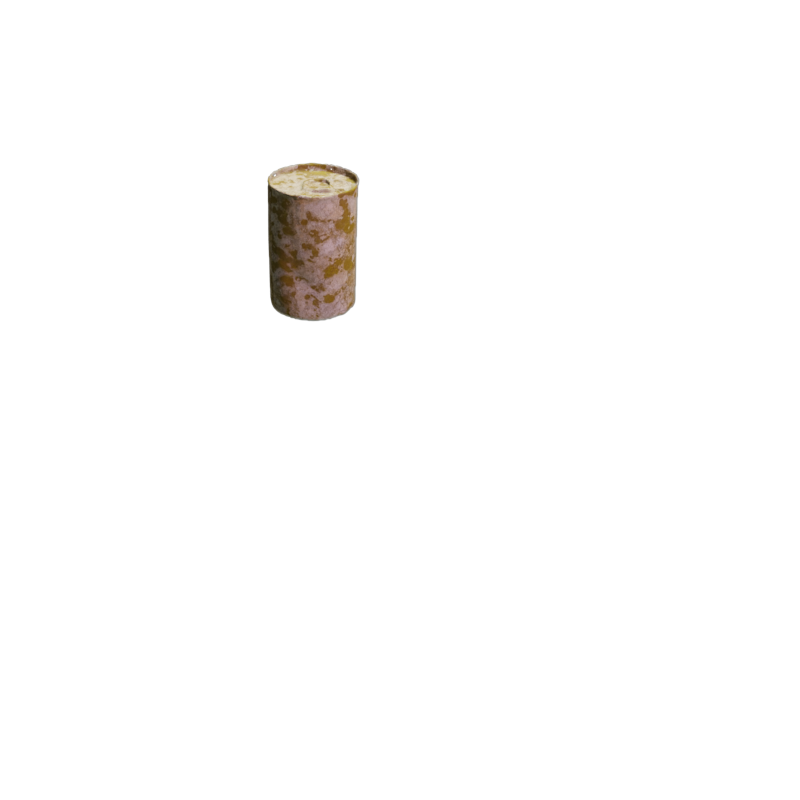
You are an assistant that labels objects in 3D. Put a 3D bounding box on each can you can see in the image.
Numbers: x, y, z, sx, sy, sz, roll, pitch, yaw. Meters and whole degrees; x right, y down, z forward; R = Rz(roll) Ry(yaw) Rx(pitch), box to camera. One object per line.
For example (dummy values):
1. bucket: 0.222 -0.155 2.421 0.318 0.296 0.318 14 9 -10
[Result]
1. can: -0.065 -0.119 0.836 0.068 0.097 0.073 0 28 -2
